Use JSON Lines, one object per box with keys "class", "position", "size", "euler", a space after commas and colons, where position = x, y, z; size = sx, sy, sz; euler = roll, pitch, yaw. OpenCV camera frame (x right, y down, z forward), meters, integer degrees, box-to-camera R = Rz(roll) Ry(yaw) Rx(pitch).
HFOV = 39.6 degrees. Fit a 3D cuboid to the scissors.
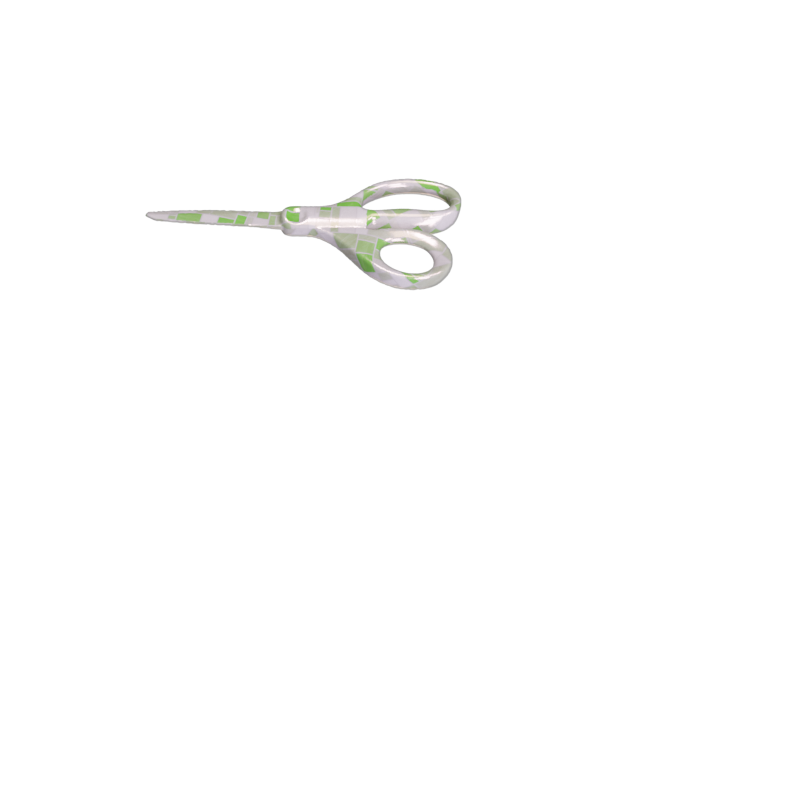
{"class": "scissors", "position": [-0.055, -0.100, 0.699], "size": [0.200, 0.104, 0.015], "euler": [-11, -38, -8]}
